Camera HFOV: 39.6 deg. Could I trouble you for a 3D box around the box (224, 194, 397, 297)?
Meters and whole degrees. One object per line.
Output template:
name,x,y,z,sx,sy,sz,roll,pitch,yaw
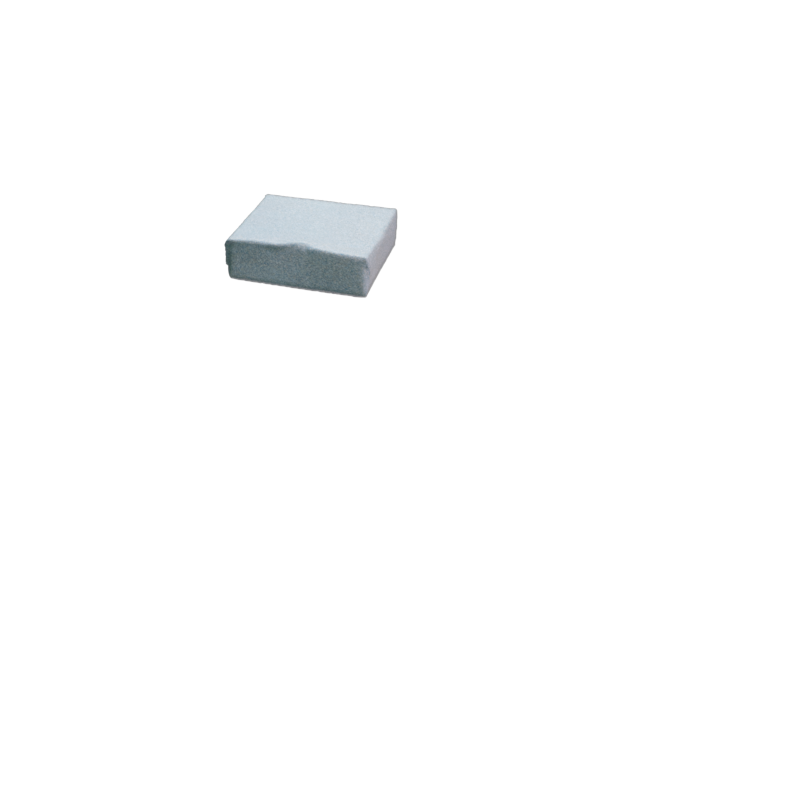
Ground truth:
box,-0.053,-0.097,0.679,0.091,0.028,0.076,9,32,14
